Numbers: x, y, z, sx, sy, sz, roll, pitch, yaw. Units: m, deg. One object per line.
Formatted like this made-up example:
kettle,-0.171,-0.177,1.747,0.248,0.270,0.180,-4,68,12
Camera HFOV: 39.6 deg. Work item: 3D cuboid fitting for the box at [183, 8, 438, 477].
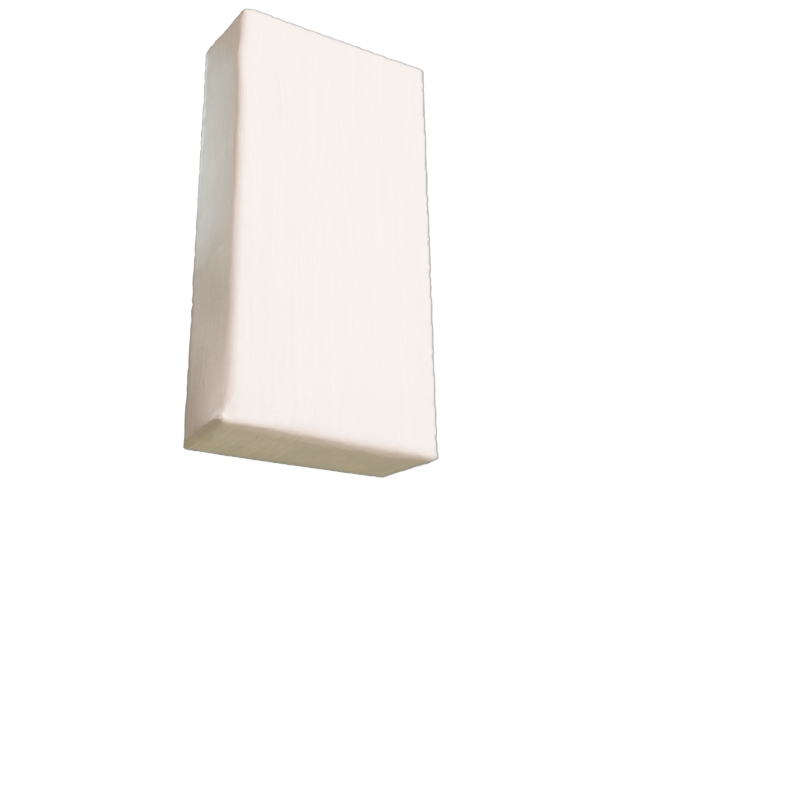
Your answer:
box,-0.035,-0.064,0.451,0.089,0.186,0.047,13,-28,-29
